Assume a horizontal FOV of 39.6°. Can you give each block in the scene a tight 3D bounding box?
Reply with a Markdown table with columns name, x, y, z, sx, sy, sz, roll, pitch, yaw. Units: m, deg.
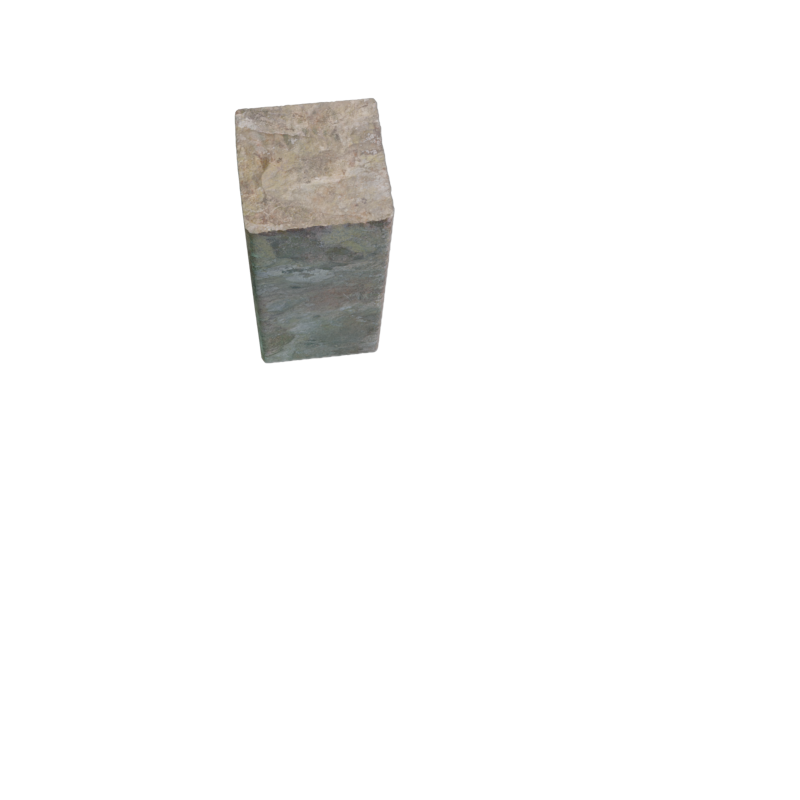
| name | x | y | z | sx | sy | sz | roll | pitch | yaw |
| --- | --- | --- | --- | --- | --- | --- | --- | --- | --- |
| block | -0.059 | -0.107 | 0.755 | 0.090 | 0.095 | 0.196 | -5 | -22 | -6 |
